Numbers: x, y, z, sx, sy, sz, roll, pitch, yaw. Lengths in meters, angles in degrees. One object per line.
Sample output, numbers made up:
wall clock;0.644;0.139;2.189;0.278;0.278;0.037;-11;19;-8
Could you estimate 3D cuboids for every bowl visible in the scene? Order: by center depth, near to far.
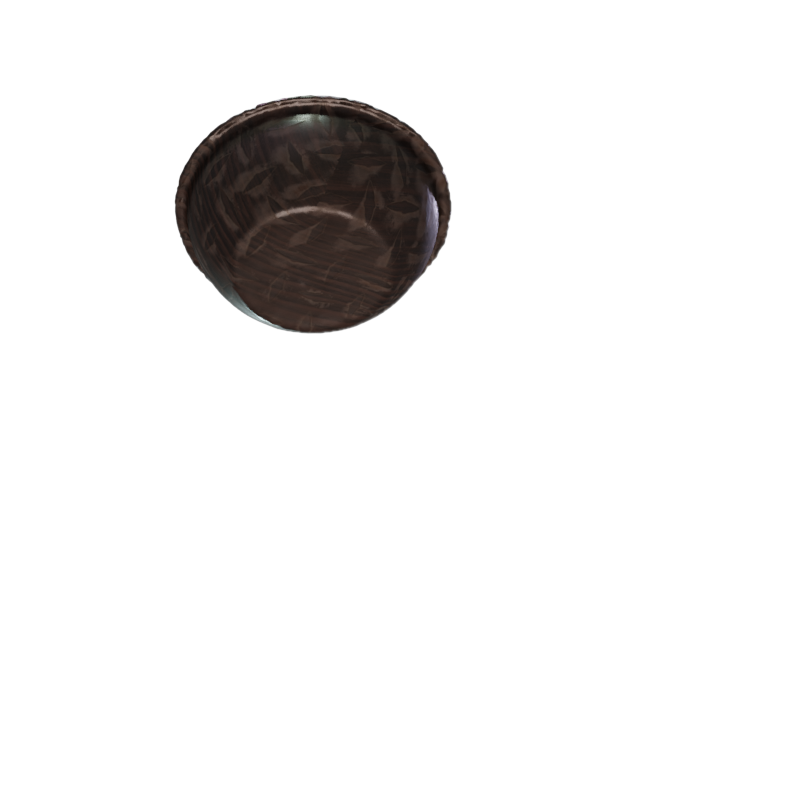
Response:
bowl;-0.049;-0.090;0.628;0.162;0.151;0.059;1;42;-1
